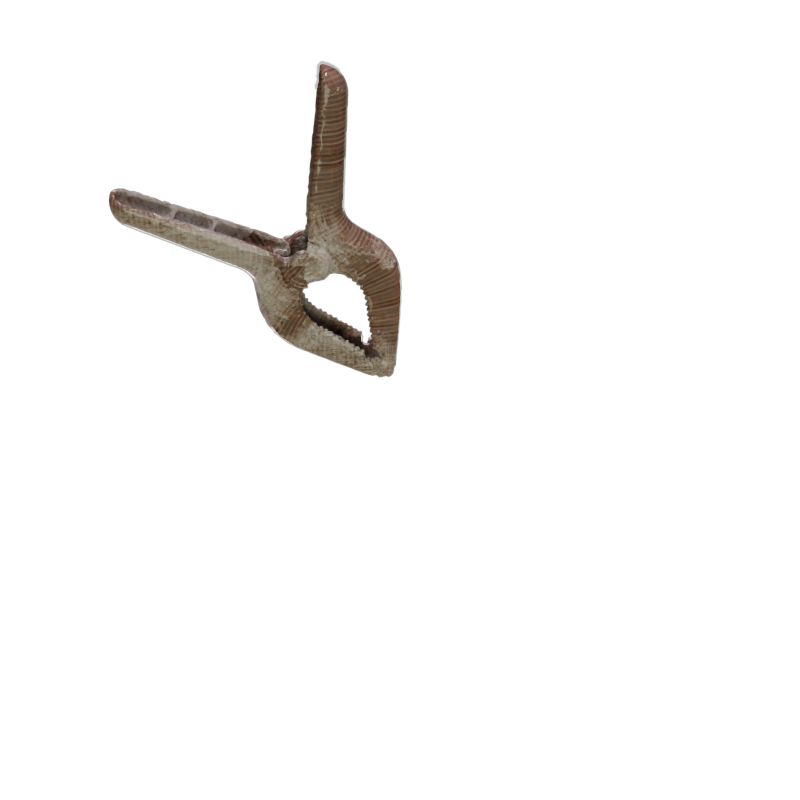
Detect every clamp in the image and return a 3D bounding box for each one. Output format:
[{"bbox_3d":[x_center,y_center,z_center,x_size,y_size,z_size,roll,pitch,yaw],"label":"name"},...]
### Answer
[{"bbox_3d":[-0.054,-0.099,0.694,0.164,0.198,0.039,-34,26,19],"label":"clamp"}]
